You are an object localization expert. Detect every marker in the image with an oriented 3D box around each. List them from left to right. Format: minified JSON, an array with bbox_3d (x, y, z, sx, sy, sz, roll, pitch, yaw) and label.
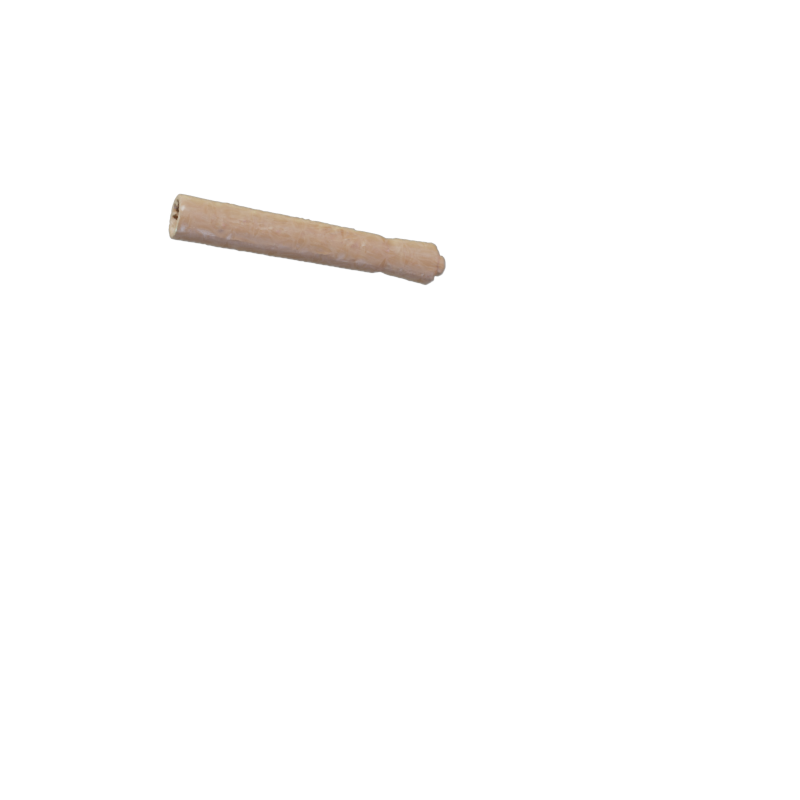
[{"bbox_3d":[-0.037,-0.067,0.467,0.117,0.020,0.020,8,1,-19],"label":"marker"}]
